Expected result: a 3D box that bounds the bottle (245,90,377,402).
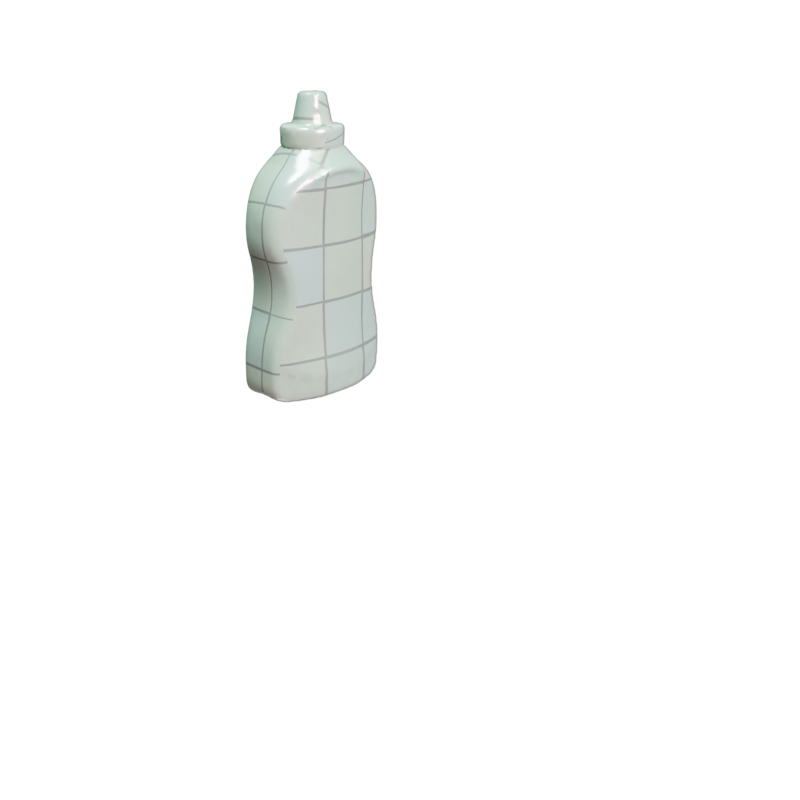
[{"bbox_3d":[-0.056,-0.102,0.711,0.062,0.185,0.094,15,21,43],"label":"bottle"}]
